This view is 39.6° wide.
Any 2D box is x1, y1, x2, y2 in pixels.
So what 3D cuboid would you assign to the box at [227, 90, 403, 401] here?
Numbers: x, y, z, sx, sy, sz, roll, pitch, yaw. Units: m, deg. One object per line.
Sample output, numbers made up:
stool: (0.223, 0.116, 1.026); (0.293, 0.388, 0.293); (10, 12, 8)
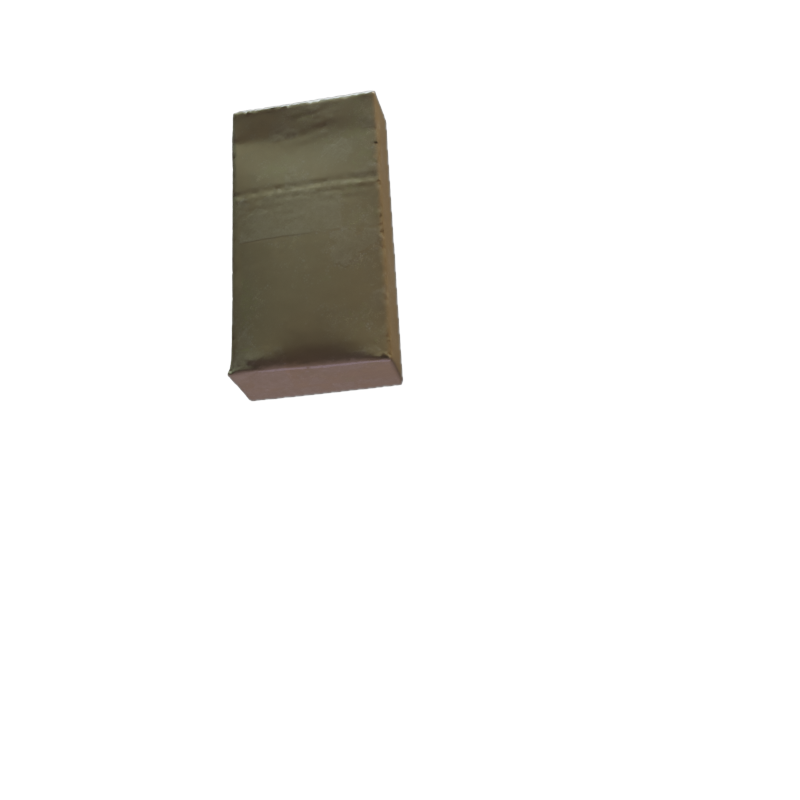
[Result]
box: (-0.051, -0.093, 0.651); (0.094, 0.187, 0.045); (-7, -28, 10)
